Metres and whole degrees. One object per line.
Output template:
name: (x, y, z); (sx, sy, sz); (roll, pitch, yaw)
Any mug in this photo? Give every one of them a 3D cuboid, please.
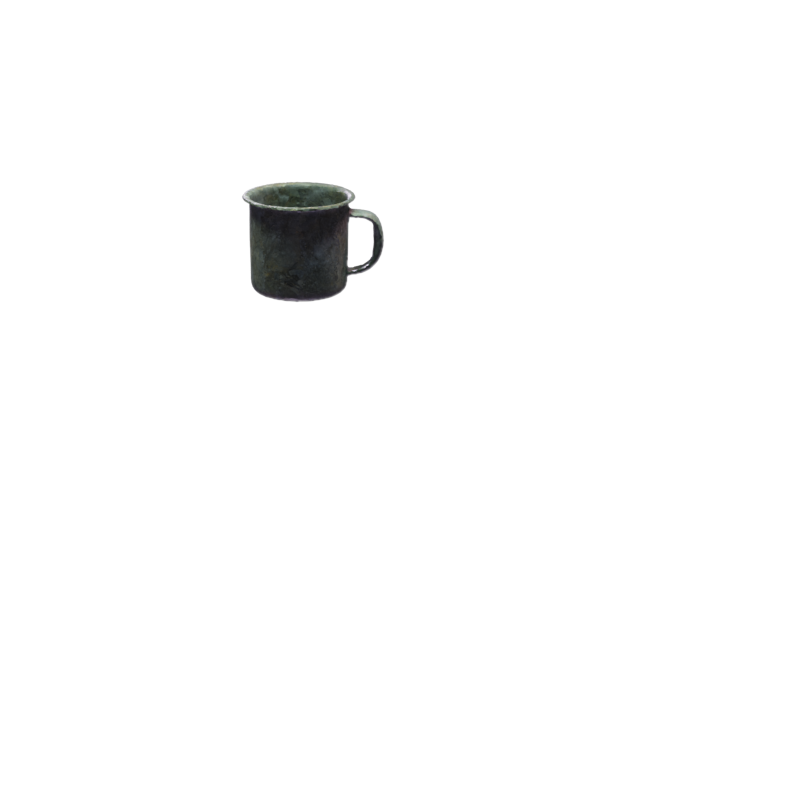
mug: (-0.072, -0.132, 0.924); (0.117, 0.078, 0.097); (0, 21, -1)
